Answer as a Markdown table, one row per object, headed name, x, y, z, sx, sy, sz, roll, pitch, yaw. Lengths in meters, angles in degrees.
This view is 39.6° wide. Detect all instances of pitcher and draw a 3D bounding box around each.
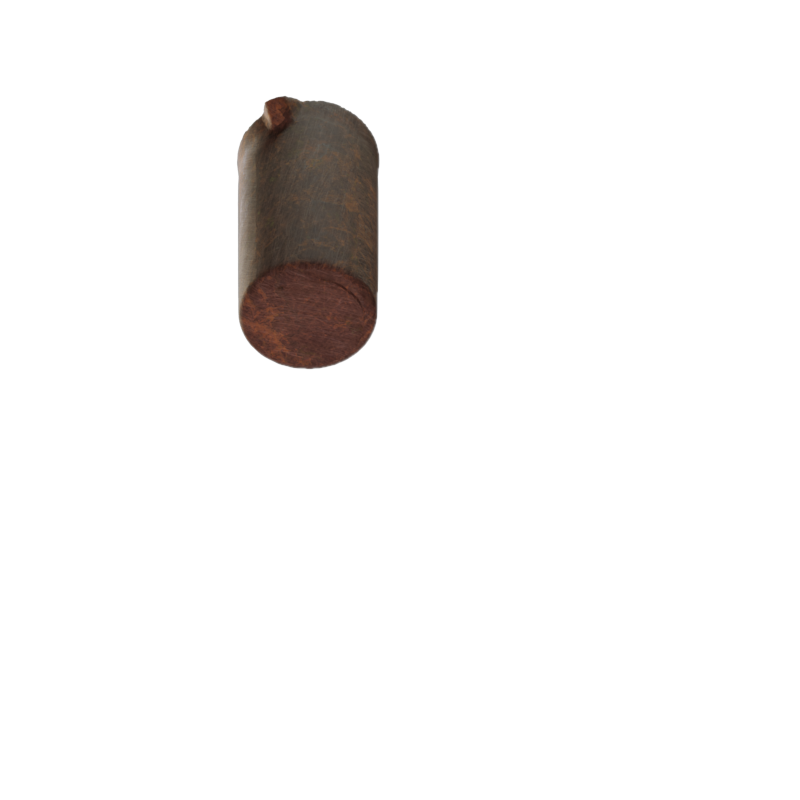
| name | x | y | z | sx | sy | sz | roll | pitch | yaw |
| --- | --- | --- | --- | --- | --- | --- | --- | --- | --- |
| pitcher | -0.075 | -0.136 | 0.952 | 0.144 | 0.140 | 0.261 | 19 | 37 | -19 |
